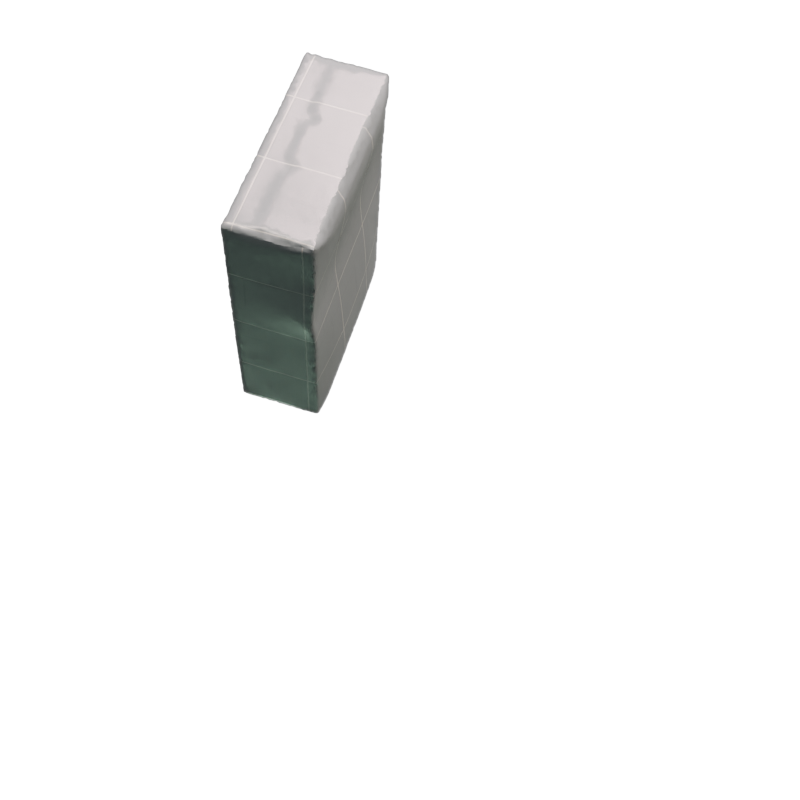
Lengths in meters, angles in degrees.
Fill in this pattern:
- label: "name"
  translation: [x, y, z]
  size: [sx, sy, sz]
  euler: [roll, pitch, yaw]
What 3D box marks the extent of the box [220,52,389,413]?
- label: "box"
  translation: [-0.063, -0.115, 0.805]
  size: [0.073, 0.172, 0.200]
  euler: [15, -31, 5]
